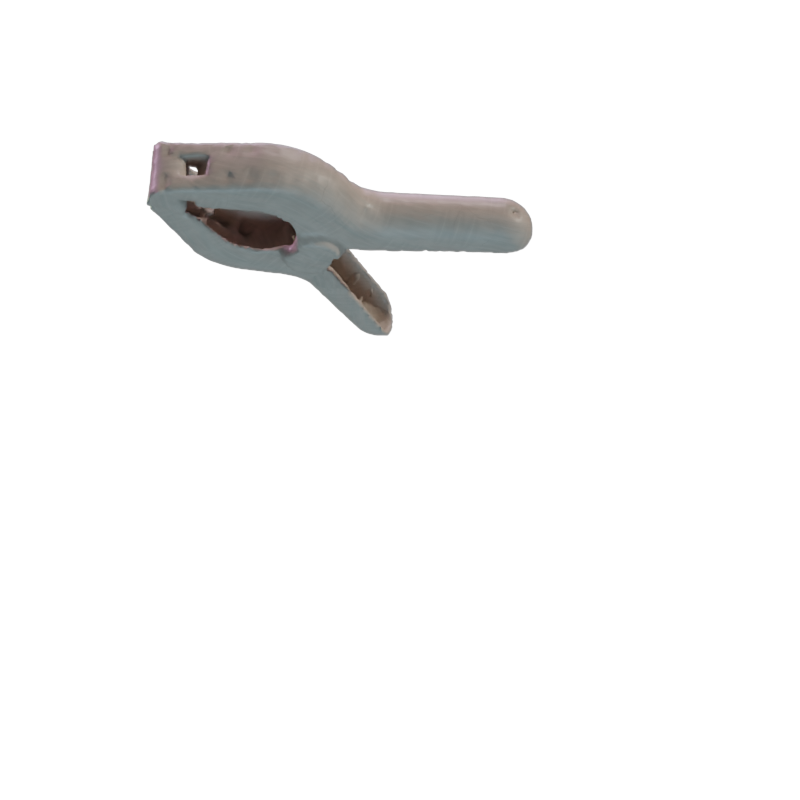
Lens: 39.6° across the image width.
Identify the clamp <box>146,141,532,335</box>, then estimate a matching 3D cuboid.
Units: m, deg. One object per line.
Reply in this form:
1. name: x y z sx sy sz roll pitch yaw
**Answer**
1. clamp: -0.040 -0.073 0.513 0.165 0.042 0.116 14 -36 -21
